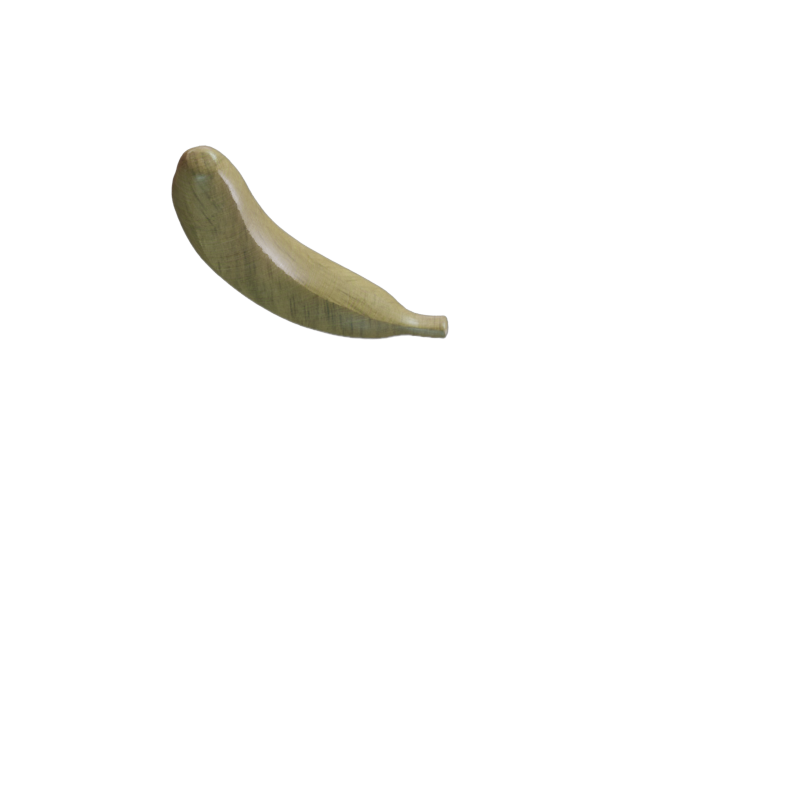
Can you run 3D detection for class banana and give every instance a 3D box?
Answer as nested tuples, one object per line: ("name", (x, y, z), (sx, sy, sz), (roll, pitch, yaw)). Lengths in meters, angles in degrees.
("banana", (-0.054, -0.070, 0.535), (0.070, 0.039, 0.184), (-16, -27, 32))
